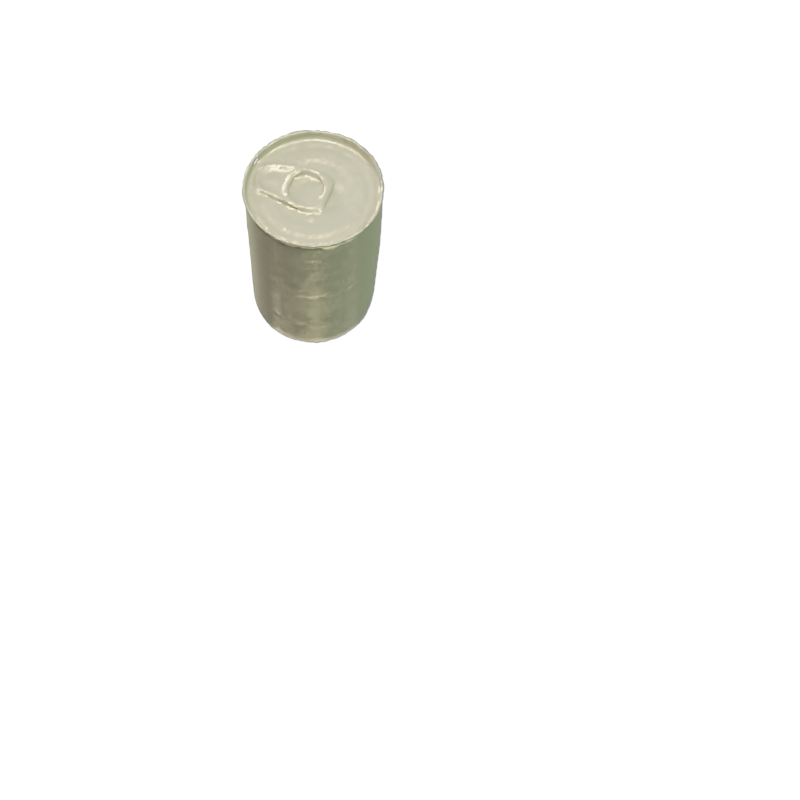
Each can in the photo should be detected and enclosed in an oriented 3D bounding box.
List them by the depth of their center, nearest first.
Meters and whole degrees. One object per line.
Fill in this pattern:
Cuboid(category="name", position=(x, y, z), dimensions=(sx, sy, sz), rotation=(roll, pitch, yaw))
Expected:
Cuboid(category="can", position=(-0.045, -0.081, 0.570), dimensions=(0.068, 0.073, 0.096), rotation=(0, -27, -3))
